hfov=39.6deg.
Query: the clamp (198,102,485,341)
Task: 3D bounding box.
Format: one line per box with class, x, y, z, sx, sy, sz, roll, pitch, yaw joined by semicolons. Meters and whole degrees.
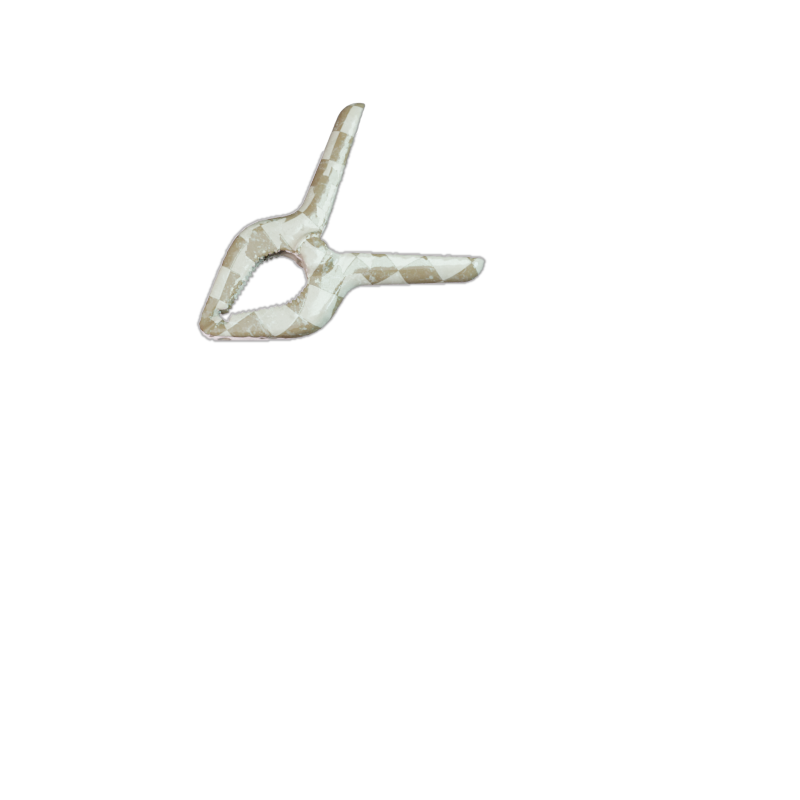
clamp;-0.065;-0.118;0.830;0.210;0.171;0.035;-28;-13;-7
